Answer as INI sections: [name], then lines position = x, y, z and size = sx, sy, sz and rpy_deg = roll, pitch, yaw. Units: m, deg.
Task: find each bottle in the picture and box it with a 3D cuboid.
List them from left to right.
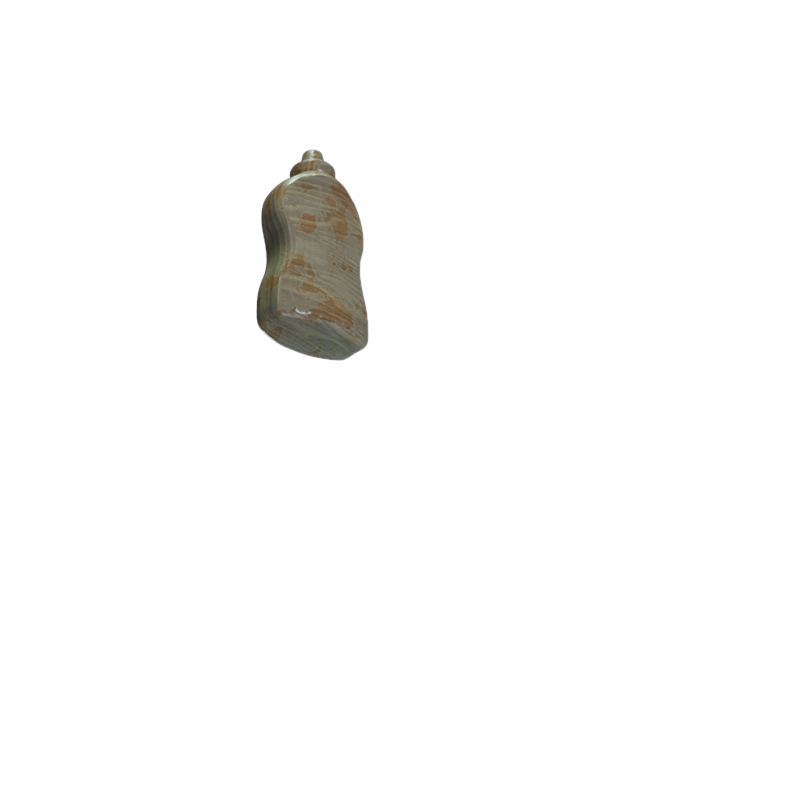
[bottle]
position = -0.074, -0.134, 0.941
size = 0.091, 0.205, 0.058
rpy_deg = 21, -39, -32
